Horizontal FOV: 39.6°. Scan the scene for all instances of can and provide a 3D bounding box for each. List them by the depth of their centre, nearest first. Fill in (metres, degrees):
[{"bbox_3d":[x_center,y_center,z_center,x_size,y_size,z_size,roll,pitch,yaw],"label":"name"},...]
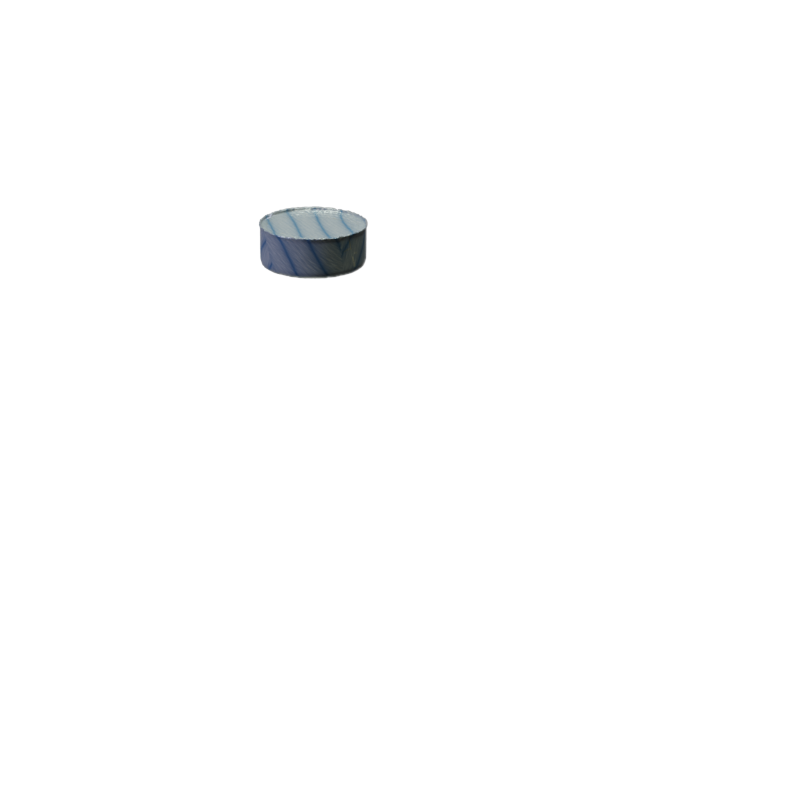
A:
[{"bbox_3d":[-0.069,-0.125,0.876,0.086,0.032,0.090,-1,25,-2],"label":"can"}]
